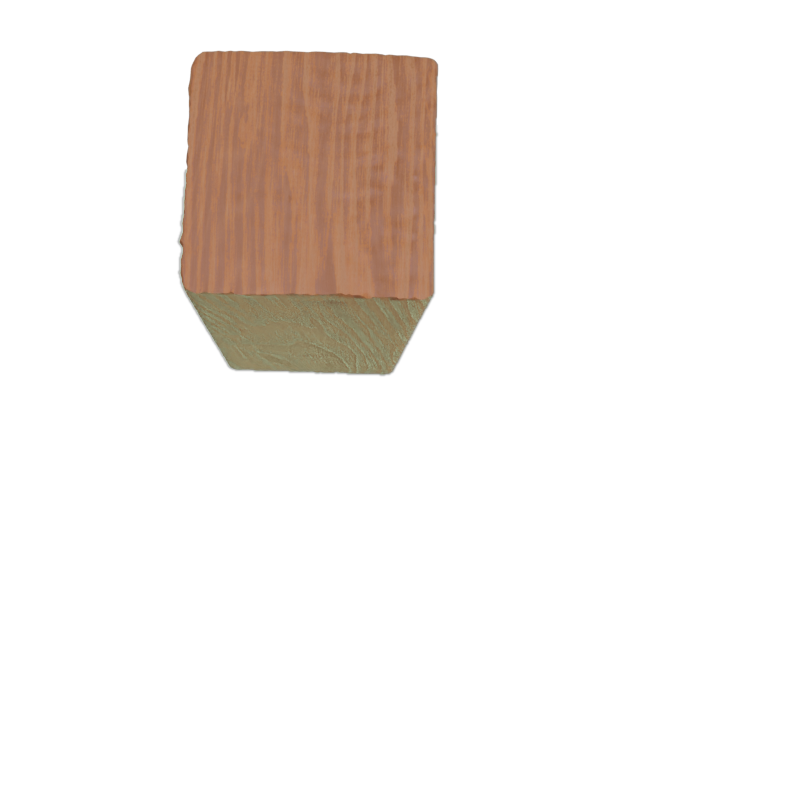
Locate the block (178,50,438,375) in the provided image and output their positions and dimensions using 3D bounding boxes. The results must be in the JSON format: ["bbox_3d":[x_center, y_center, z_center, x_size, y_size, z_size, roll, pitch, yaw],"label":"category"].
[{"bbox_3d":[-0.039,-0.069,0.485,0.090,0.093,0.202,2,-7,-4],"label":"block"}]
